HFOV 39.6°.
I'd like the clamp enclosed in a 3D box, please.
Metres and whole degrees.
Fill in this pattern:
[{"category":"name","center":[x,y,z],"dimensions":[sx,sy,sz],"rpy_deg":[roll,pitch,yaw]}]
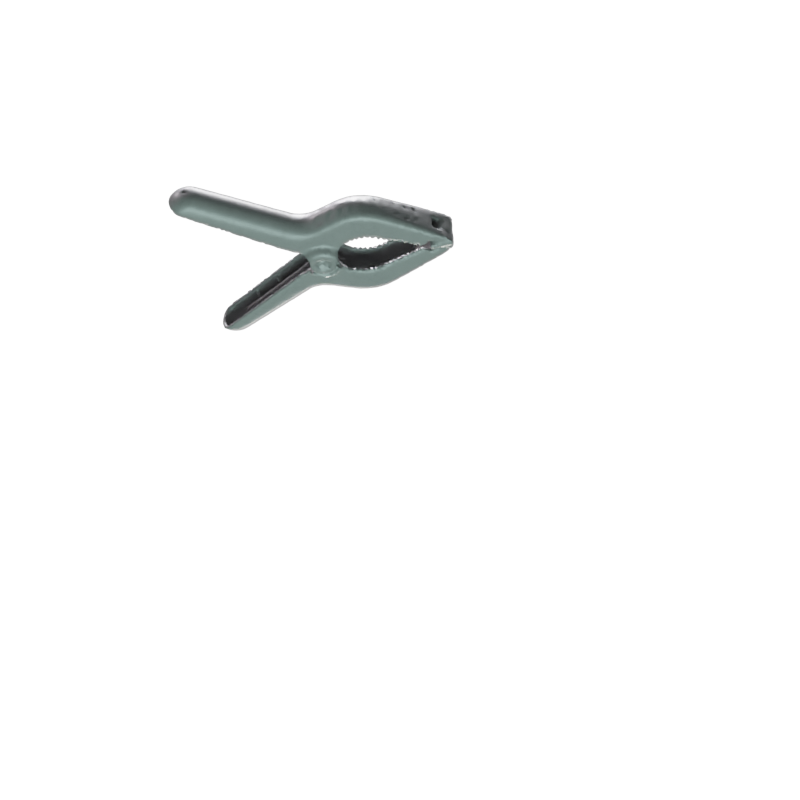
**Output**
[{"category":"clamp","center":[-0.067,-0.122,0.855],"dimensions":[0.212,0.039,0.152],"rpy_deg":[-10,-35,14]}]
